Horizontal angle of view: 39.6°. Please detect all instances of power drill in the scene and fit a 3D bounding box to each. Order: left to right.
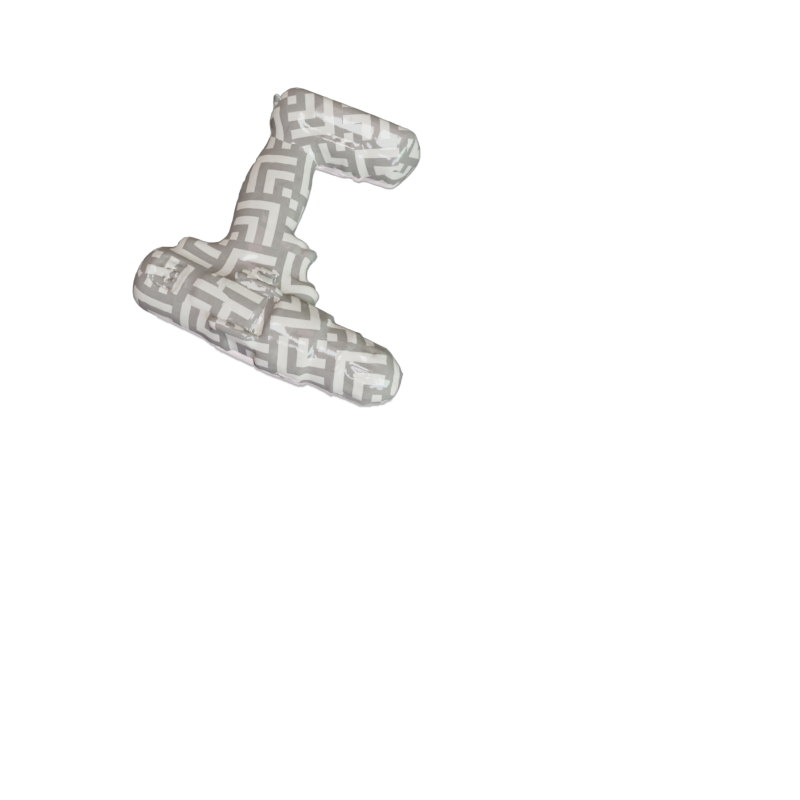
[{"bbox_3d":[-0.057,-0.104,0.728,0.189,0.194,0.054,23,-23,10],"label":"power drill"}]
